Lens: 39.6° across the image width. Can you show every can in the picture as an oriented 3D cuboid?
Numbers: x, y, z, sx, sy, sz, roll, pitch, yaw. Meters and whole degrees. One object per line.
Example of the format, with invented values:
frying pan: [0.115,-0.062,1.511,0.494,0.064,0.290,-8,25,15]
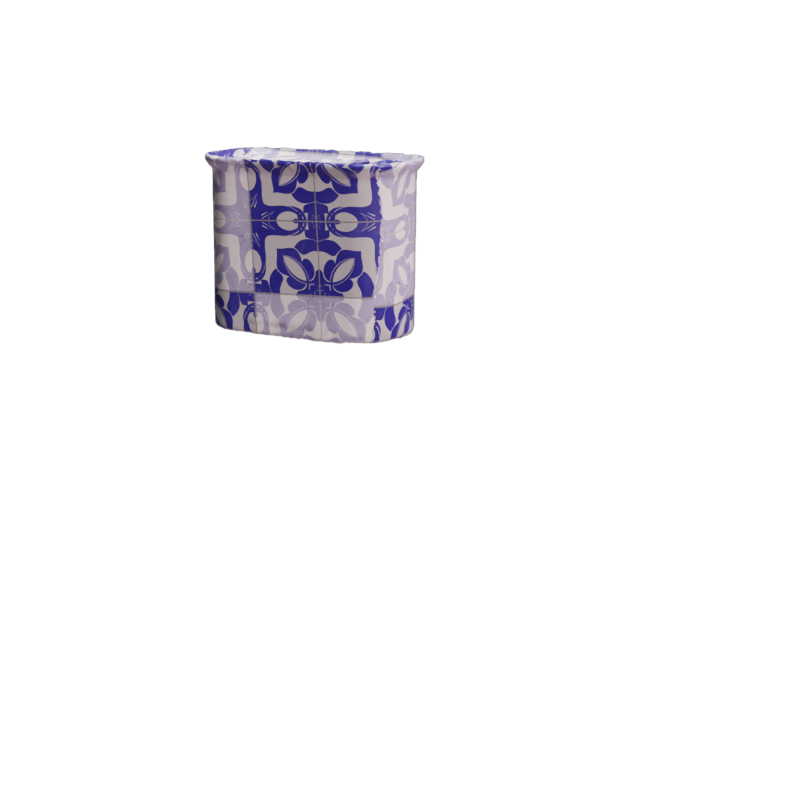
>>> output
can: [-0.041,-0.075,0.528,0.106,0.082,0.057,7,14,25]
